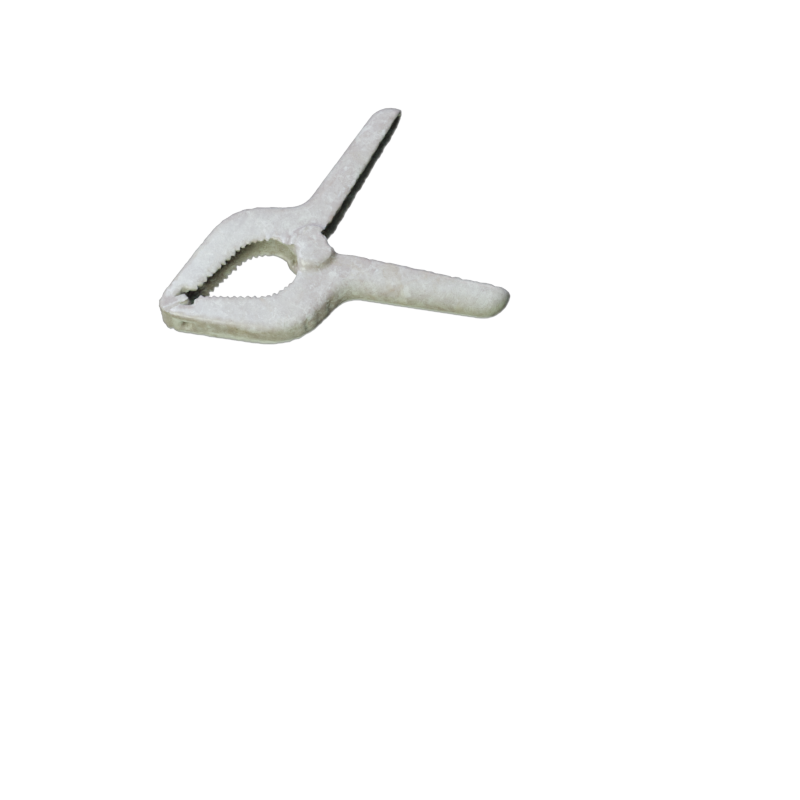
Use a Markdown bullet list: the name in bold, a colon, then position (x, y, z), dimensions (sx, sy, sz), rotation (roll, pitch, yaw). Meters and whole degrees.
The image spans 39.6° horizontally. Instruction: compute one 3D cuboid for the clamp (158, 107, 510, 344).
- **clamp**: position (-0.056, -0.101, 0.710), dimensions (0.209, 0.176, 0.034), rotation (-16, -27, -9)
